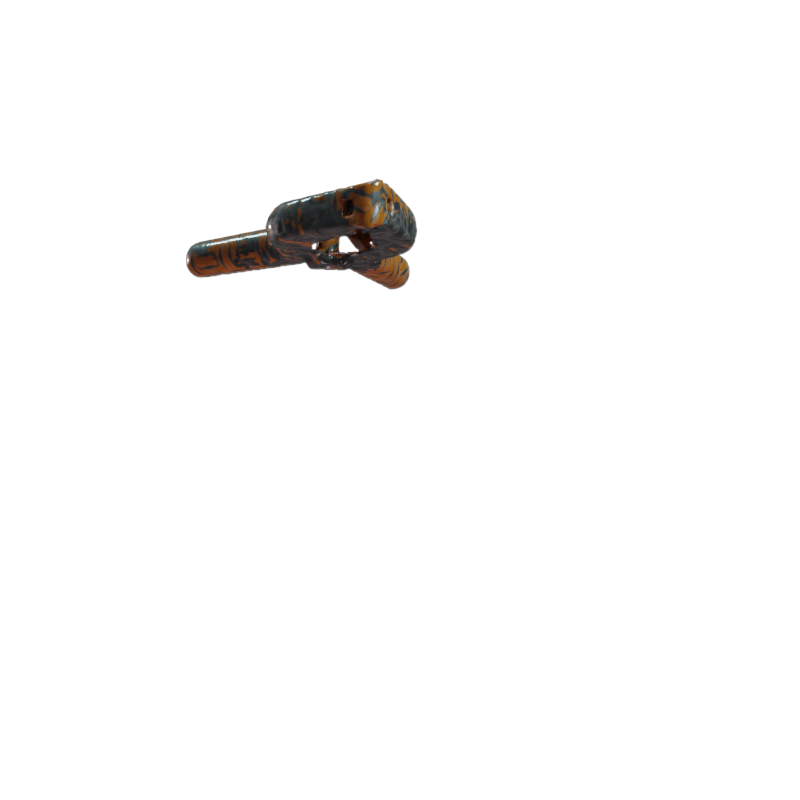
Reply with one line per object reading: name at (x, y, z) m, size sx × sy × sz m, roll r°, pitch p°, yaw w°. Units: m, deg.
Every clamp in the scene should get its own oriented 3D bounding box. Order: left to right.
clamp at (-0.057, -0.104, 0.725) m, size 0.163 × 0.037 × 0.208 m, roll 1°, pitch -5°, yaw -9°
